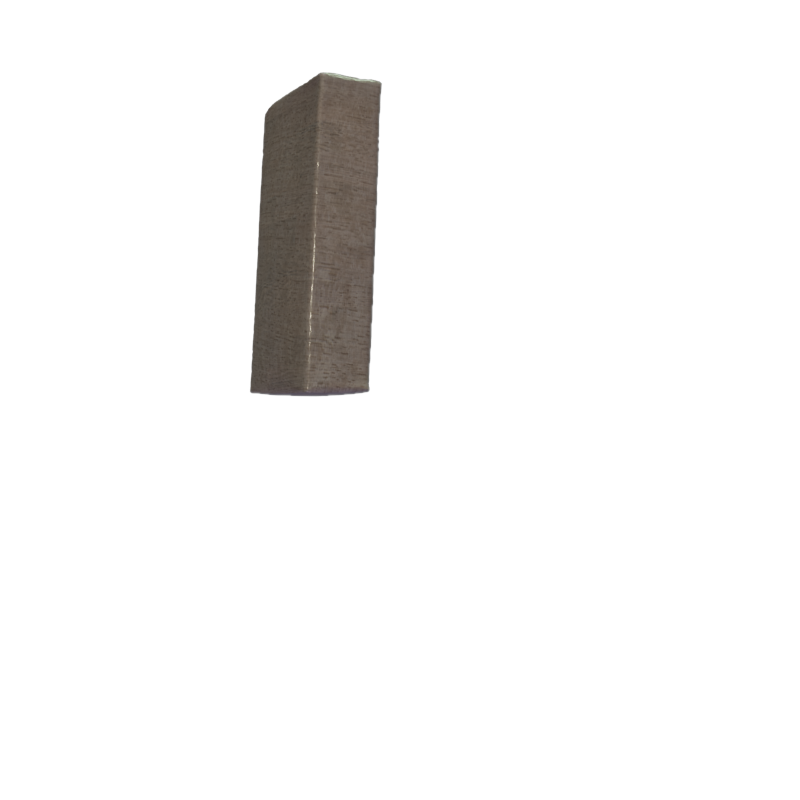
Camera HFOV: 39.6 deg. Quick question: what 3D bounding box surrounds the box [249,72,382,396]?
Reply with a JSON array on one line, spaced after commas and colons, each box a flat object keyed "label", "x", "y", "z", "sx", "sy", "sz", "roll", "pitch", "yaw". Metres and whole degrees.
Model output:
[{"label": "box", "x": -0.051, "y": -0.092, "z": 0.641, "sx": 0.046, "sy": 0.180, "sz": 0.095, "roll": 3, "pitch": -8, "yaw": -26}]
